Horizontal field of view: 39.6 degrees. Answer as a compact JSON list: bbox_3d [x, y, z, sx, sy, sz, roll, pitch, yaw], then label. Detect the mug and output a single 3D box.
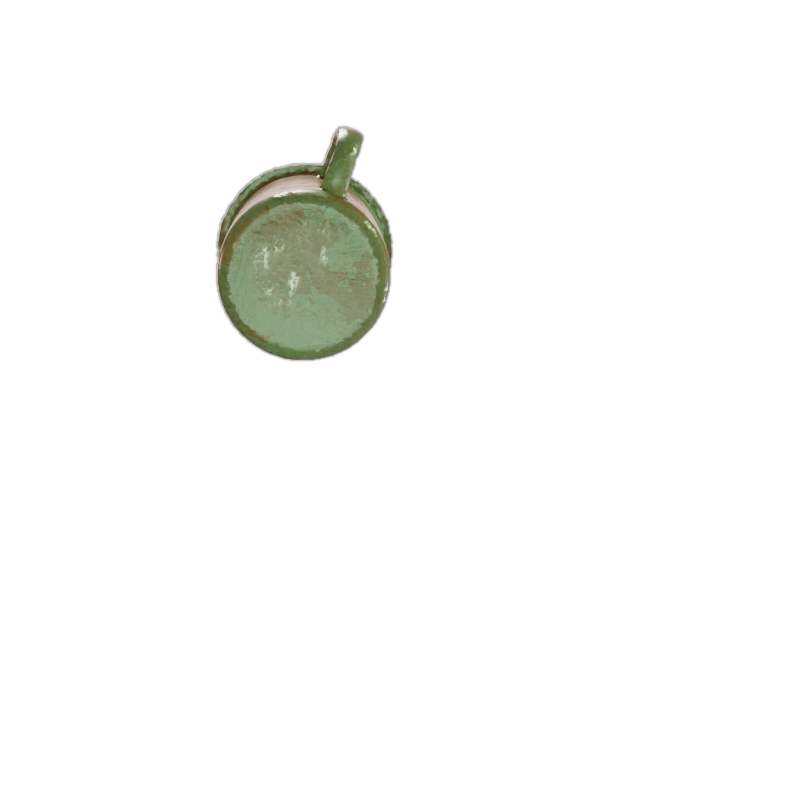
[{"bbox_3d":[-0.043,-0.078,0.548,0.092,0.115,0.084,22,10,-7],"label":"mug"}]
